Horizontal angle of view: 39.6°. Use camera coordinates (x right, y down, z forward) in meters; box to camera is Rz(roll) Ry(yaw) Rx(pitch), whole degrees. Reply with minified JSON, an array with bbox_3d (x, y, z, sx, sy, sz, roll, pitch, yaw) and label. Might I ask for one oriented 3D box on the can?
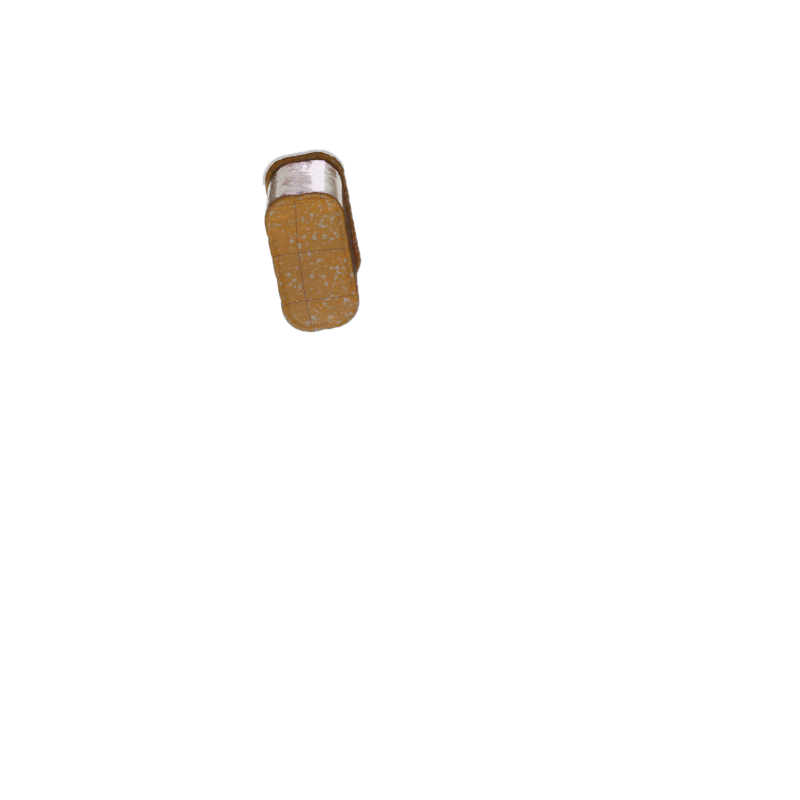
[{"bbox_3d":[-0.059,-0.107,0.752,0.058,0.097,0.088,-10,25,2],"label":"can"}]
